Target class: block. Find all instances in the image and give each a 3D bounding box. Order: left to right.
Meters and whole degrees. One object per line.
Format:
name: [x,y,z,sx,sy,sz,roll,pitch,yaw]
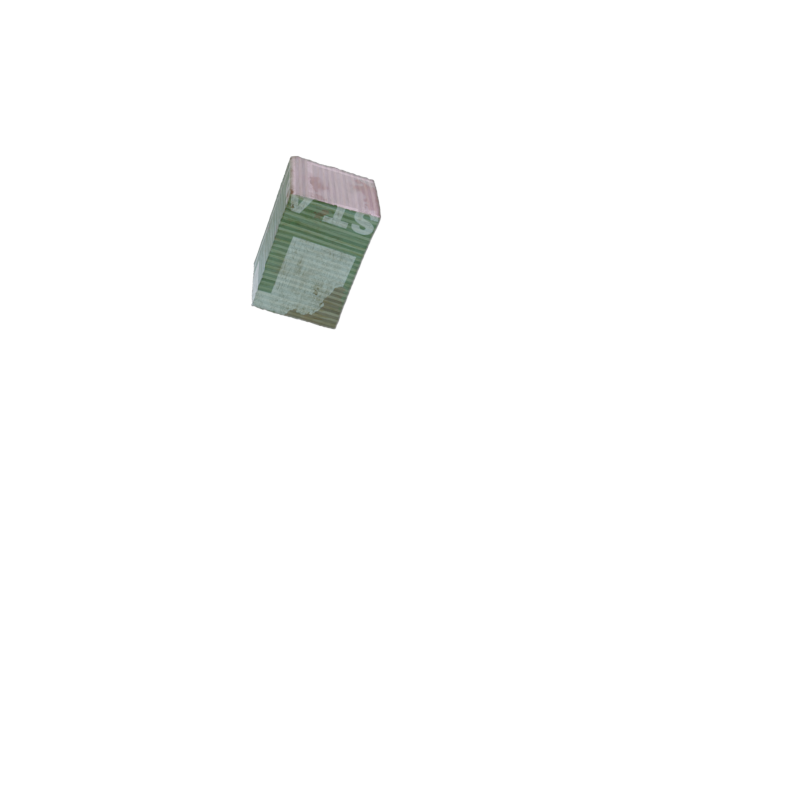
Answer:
block: [-0.049,-0.090,0.630,0.052,0.075,0.055,17,31,-13]
